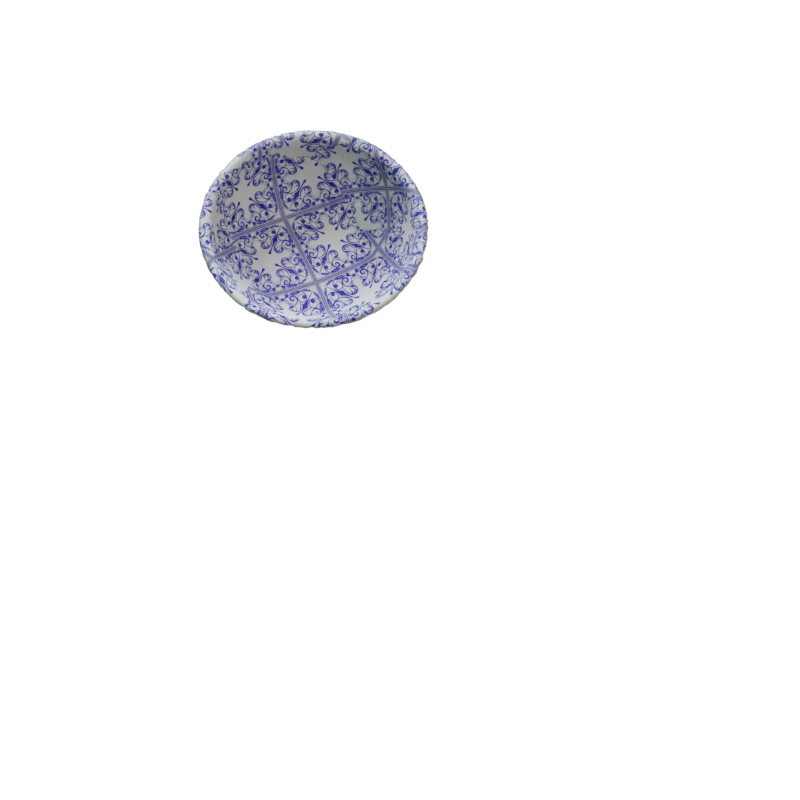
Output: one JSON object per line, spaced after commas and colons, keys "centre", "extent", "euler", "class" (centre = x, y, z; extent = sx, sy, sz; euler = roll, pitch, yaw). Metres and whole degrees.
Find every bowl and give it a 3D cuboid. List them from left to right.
{"centre": [-0.063, -0.115, 0.803], "extent": [0.162, 0.172, 0.052], "euler": [-1, -27, -1], "class": "bowl"}
